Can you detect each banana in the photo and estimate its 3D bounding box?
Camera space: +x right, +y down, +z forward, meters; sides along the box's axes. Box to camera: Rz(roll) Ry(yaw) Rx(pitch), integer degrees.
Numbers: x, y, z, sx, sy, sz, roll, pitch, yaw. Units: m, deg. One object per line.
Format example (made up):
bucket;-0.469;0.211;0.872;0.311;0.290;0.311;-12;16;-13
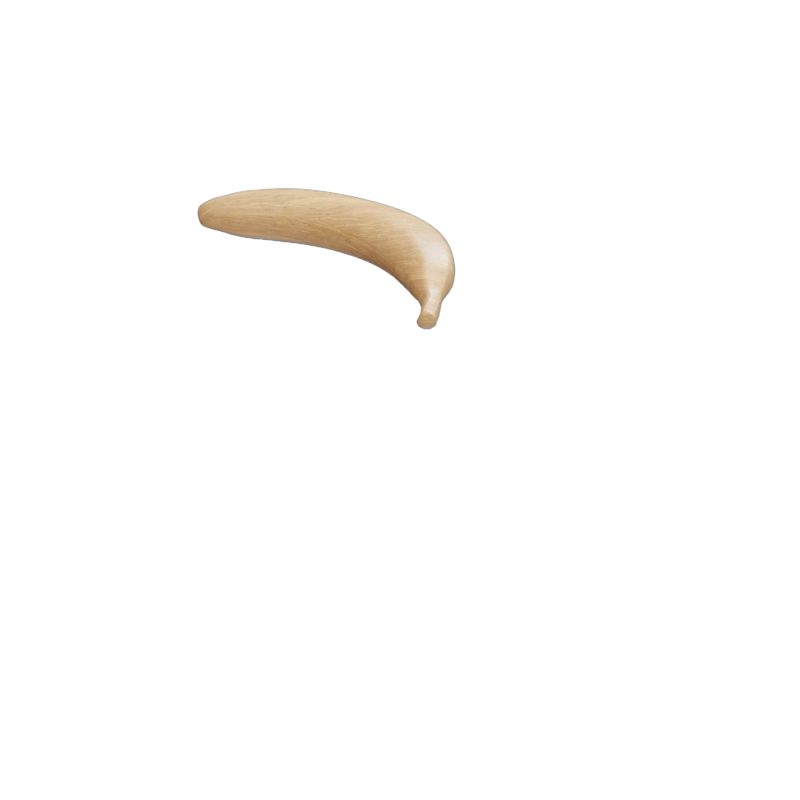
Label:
banana;-0.037;-0.100;0.670;0.210;0.035;0.069;26;38;37
